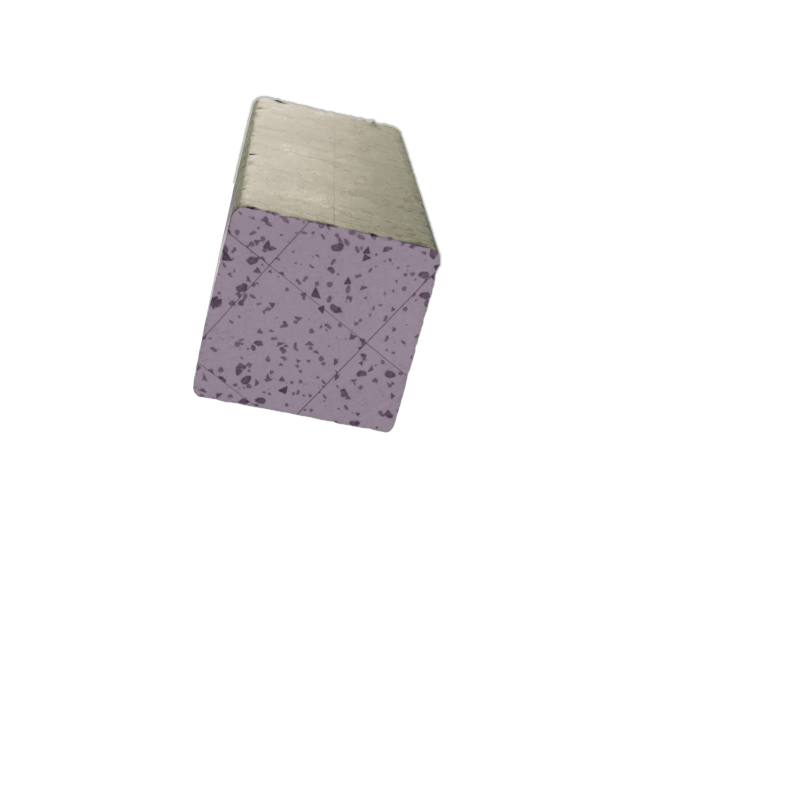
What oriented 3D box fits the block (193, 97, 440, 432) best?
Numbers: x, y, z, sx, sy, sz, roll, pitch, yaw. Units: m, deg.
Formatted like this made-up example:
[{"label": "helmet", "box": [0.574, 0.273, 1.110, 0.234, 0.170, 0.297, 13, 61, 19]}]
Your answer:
[{"label": "block", "box": [-0.044, -0.081, 0.561, 0.090, 0.087, 0.217, 11, 24, -9]}]
